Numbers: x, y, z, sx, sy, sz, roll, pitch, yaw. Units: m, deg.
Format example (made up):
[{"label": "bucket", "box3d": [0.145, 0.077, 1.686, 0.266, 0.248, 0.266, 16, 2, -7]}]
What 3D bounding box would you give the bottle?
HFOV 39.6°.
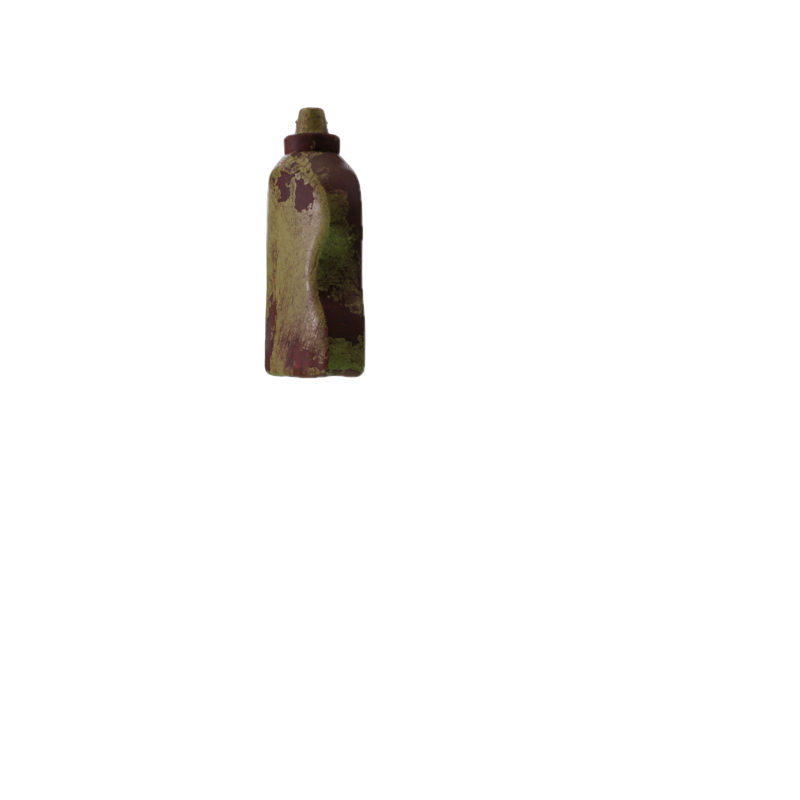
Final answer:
[{"label": "bottle", "box3d": [-0.062, -0.113, 0.791, 0.056, 0.194, 0.098, 2, -4, -29]}]
